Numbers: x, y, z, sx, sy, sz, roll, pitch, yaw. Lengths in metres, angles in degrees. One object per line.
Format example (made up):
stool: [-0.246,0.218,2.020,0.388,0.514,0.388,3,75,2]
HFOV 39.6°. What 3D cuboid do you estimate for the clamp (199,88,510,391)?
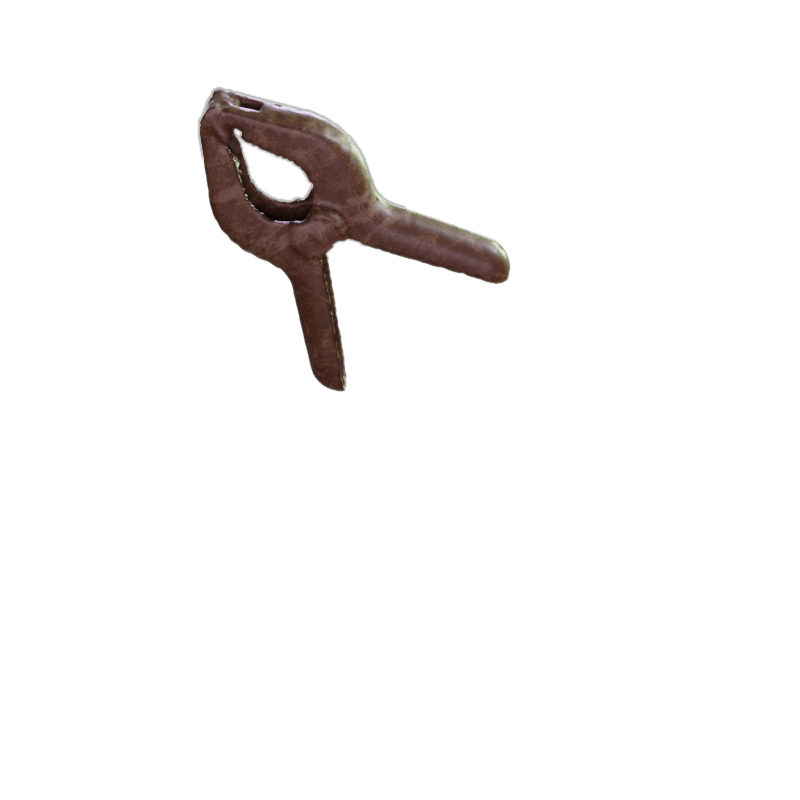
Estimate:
clamp: [-0.043,-0.079,0.555,0.165,0.118,0.041,39,17,-15]
